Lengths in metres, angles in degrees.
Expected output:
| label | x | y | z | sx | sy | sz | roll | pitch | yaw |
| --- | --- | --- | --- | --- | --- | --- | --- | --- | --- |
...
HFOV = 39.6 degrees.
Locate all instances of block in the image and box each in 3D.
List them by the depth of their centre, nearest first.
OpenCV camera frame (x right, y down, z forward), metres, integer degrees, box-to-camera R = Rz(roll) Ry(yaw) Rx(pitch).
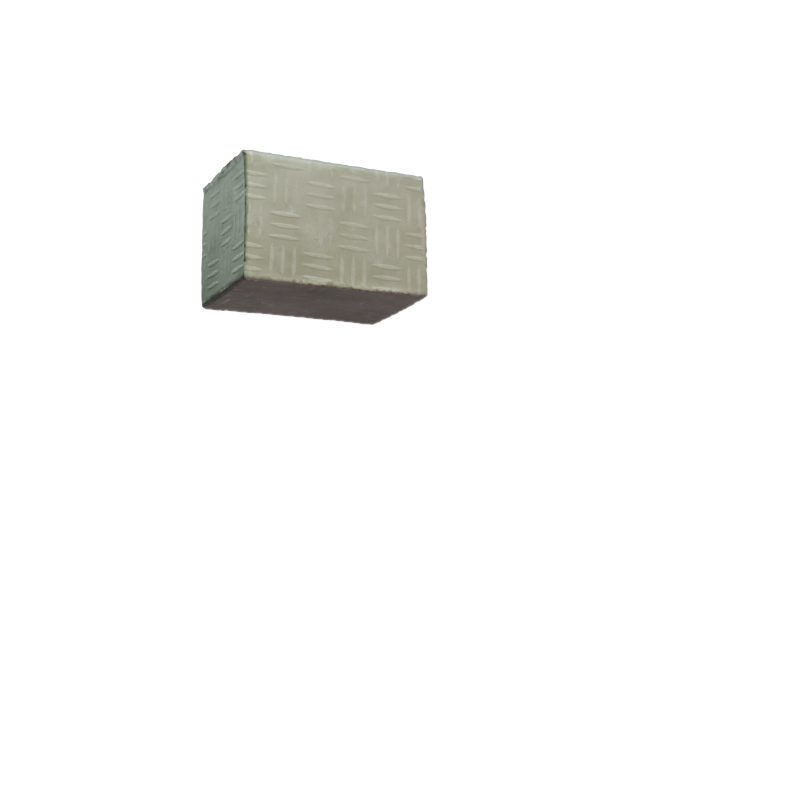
| label | x | y | z | sx | sy | sz | roll | pitch | yaw |
| --- | --- | --- | --- | --- | --- | --- | --- | --- | --- |
| block | -0.034 | -0.063 | 0.440 | 0.075 | 0.053 | 0.053 | 5 | -14 | -25 |
